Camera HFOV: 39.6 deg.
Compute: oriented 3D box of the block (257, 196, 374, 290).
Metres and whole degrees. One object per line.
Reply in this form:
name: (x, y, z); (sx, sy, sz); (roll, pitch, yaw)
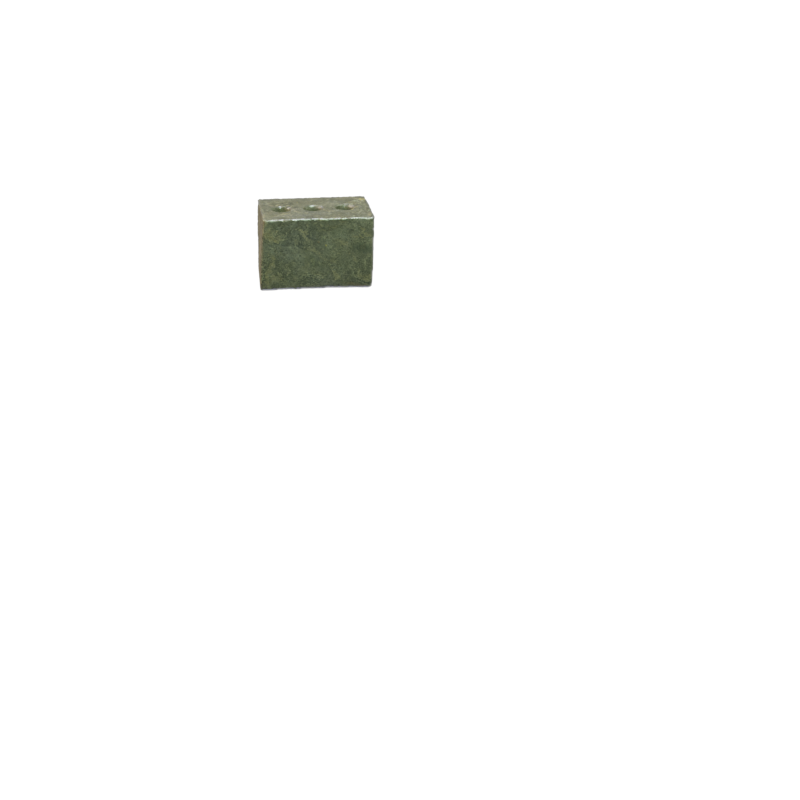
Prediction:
block: (-0.060, -0.110, 0.771); (0.077, 0.049, 0.056); (-3, 24, -7)
